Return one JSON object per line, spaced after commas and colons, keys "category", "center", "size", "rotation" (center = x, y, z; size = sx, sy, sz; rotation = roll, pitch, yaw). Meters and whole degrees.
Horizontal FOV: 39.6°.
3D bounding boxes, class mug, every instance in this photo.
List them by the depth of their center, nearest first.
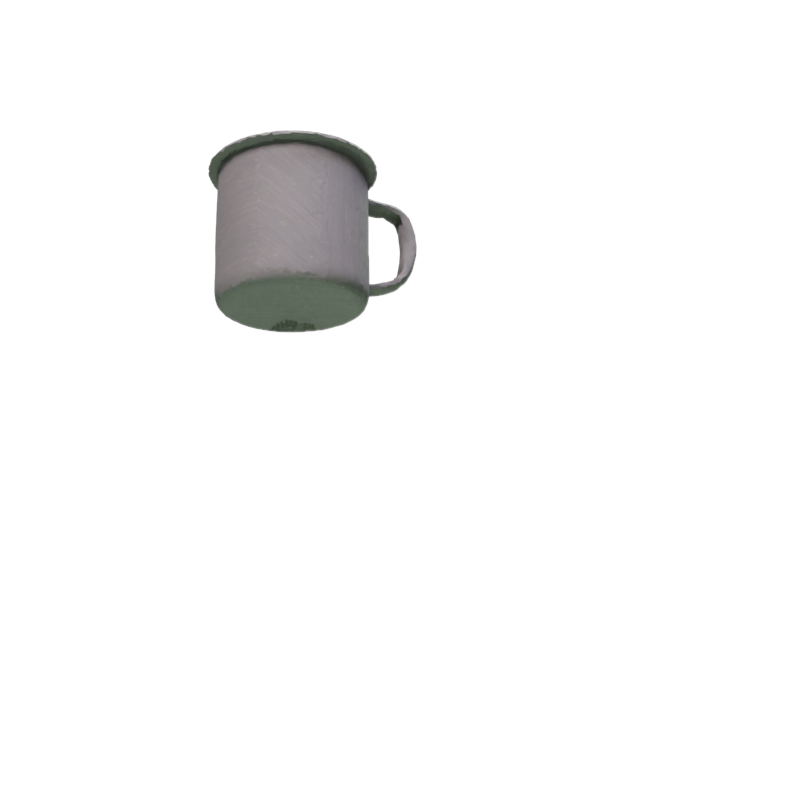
{"category": "mug", "center": [-0.047, -0.085, 0.598], "size": [0.114, 0.086, 0.091], "rotation": [7, -22, -20]}
